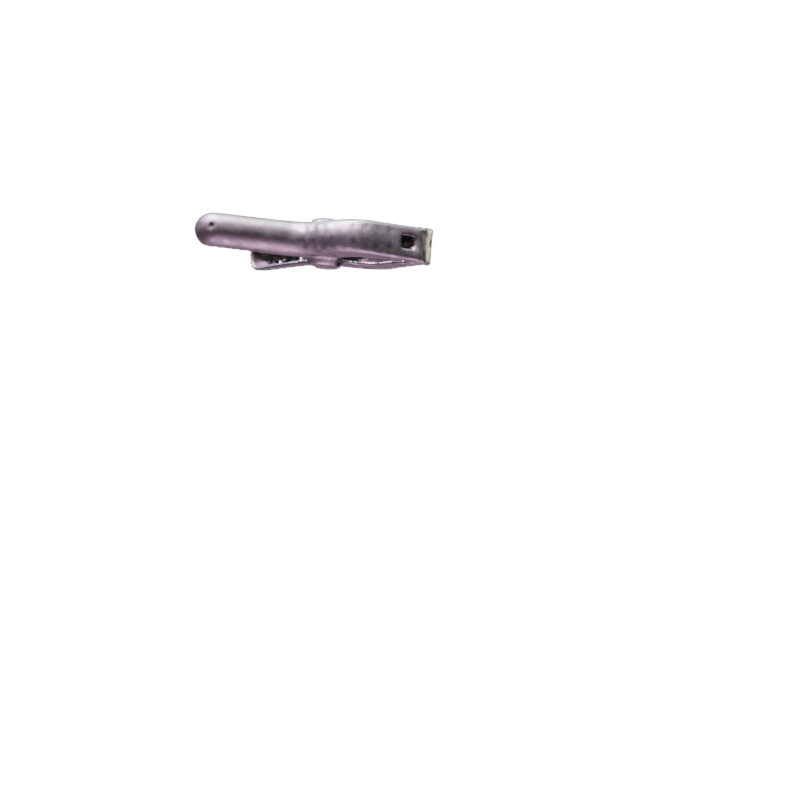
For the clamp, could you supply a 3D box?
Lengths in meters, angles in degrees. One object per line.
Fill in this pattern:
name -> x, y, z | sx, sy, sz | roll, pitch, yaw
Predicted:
clamp -> -0.065, -0.118, 0.829 | 0.177, 0.040, 0.116 | 0, 1, 26
